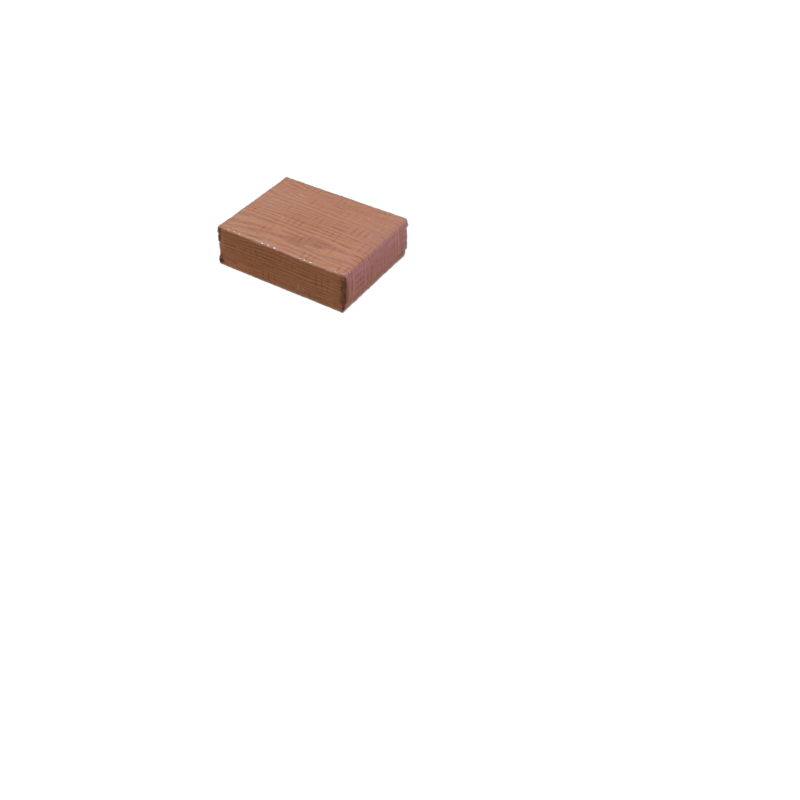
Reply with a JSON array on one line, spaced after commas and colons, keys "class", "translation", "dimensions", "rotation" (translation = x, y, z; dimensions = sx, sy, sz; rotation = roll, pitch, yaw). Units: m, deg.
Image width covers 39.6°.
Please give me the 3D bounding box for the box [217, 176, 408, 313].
[{"class": "box", "translation": [-0.064, -0.117, 0.818], "dimensions": [0.119, 0.036, 0.091], "rotation": [20, 41, 25]}]
